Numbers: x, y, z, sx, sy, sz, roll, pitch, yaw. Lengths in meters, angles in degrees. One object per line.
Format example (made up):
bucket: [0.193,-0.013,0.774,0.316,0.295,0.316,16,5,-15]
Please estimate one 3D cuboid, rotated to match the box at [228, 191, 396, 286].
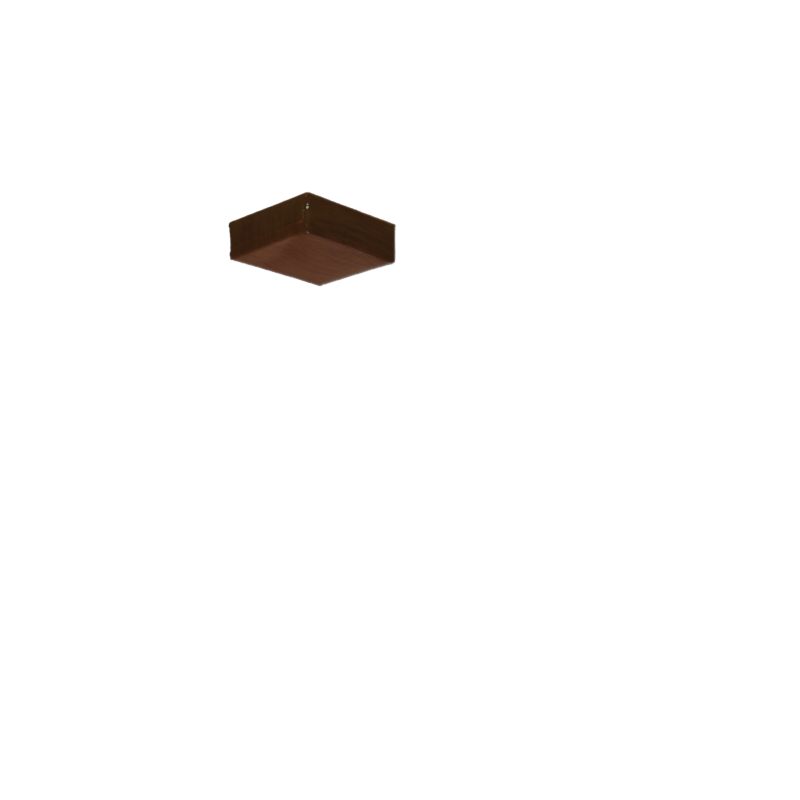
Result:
box: [-0.071,-0.131,0.914,0.091,0.040,0.107,-12,-18,39]
